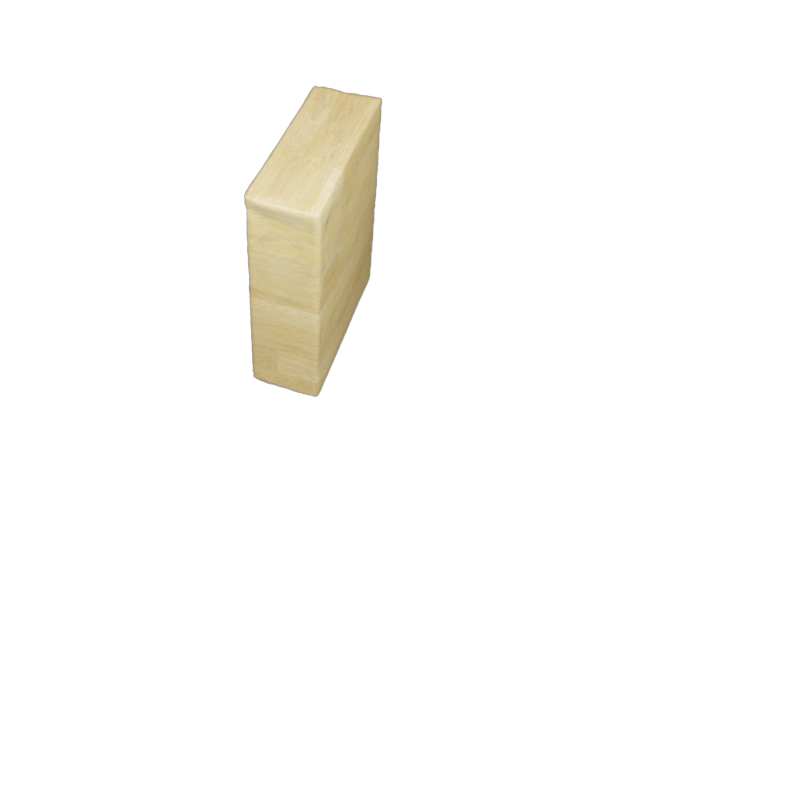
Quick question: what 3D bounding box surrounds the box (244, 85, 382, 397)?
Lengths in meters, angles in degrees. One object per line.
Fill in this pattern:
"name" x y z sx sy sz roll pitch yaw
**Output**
"box" -0.075 -0.137 0.957 0.073 0.199 0.172 13 47 9
